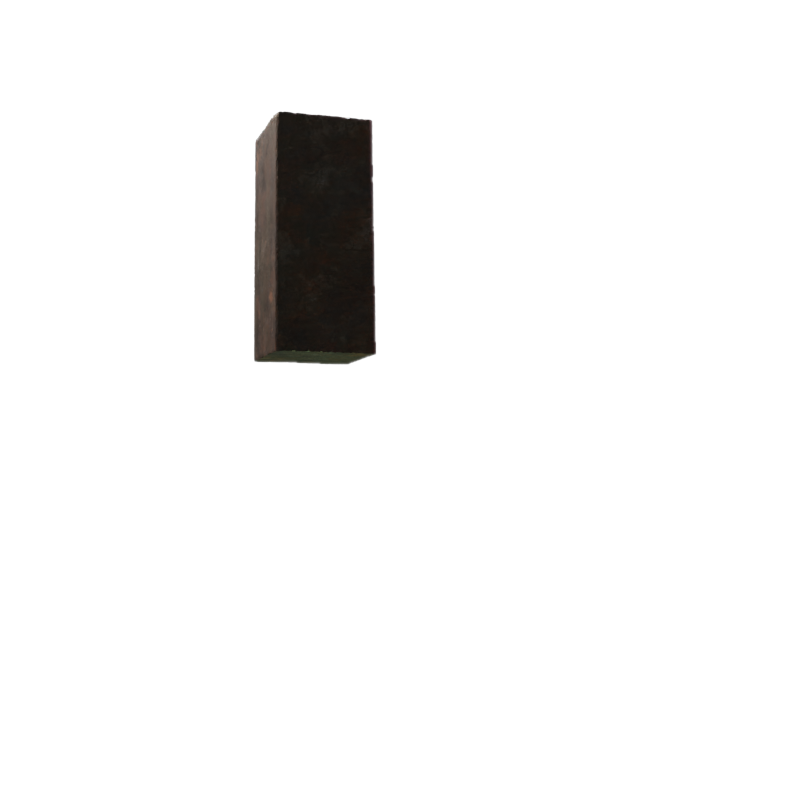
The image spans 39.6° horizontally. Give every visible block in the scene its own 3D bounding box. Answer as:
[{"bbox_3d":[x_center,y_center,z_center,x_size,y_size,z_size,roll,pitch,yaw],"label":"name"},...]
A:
[{"bbox_3d":[-0.077,-0.140,0.980,0.088,0.212,0.090,3,-11,-17],"label":"block"}]
